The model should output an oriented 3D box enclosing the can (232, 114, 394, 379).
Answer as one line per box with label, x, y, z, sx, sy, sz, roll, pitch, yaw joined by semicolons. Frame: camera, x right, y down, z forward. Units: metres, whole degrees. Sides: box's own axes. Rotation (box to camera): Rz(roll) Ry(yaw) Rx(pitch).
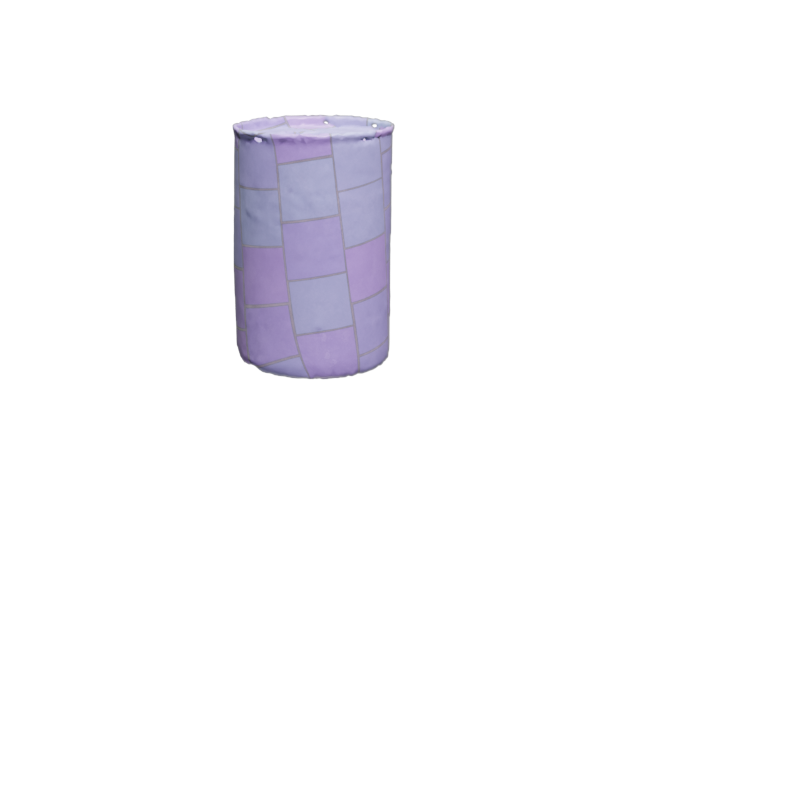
can;-0.037;-0.068;0.476;0.068;0.099;0.071;0;15;-2
